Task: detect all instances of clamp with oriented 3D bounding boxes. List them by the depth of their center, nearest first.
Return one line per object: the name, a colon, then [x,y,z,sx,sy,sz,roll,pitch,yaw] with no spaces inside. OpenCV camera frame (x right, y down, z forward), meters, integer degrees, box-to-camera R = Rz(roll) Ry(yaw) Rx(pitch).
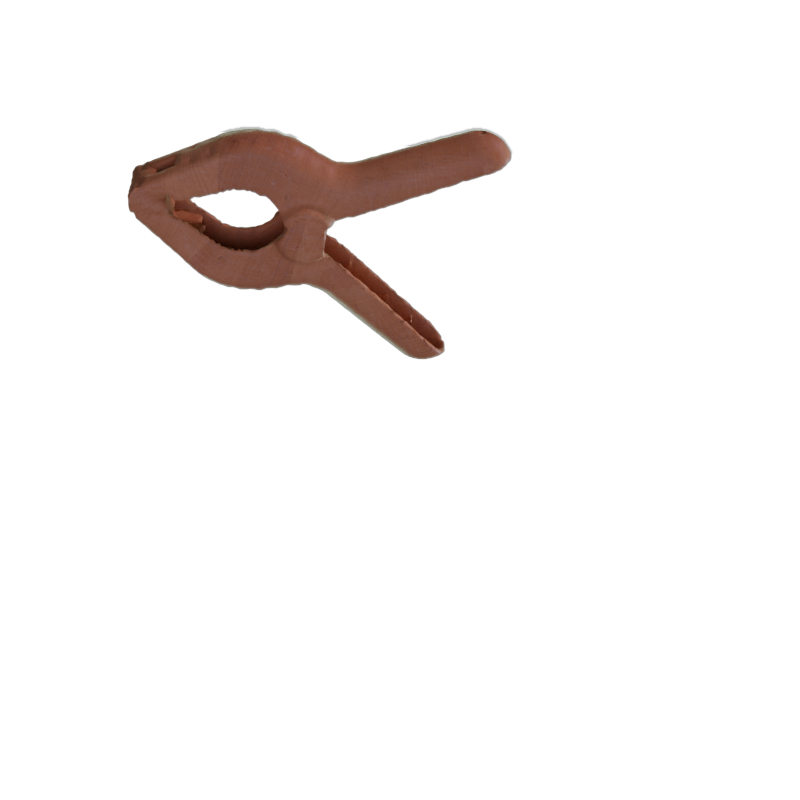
clamp: [-0.041,-0.074,0.520,0.171,0.114,0.041,4,24,-2]
